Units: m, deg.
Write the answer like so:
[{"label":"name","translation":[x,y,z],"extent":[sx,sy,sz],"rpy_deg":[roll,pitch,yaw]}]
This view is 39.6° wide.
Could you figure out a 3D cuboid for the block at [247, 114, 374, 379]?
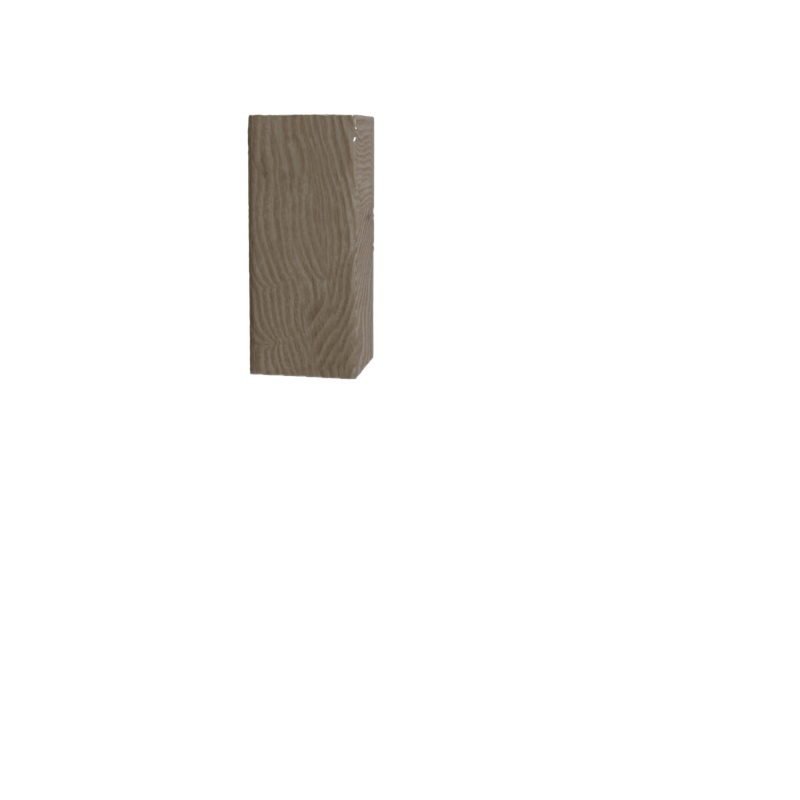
[{"label":"block","translation":[-0.072,-0.130,0.909],"extent":[0.091,0.203,0.091],"rpy_deg":[2,7,9]}]
